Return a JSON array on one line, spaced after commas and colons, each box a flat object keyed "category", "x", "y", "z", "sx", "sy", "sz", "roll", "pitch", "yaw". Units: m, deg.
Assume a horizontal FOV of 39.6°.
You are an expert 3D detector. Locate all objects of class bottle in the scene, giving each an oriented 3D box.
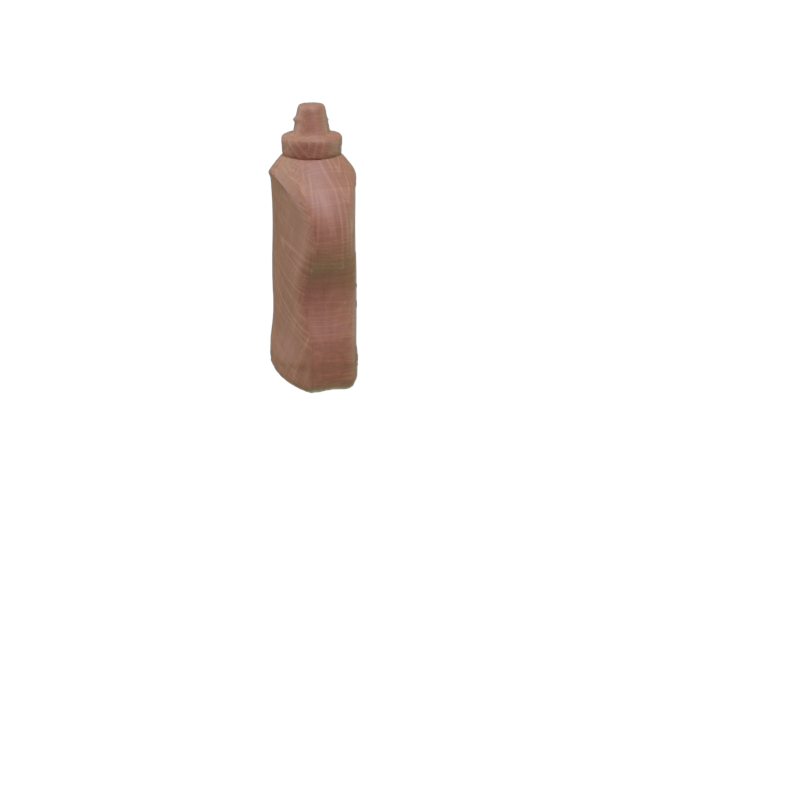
[{"category": "bottle", "x": -0.060, "y": -0.109, "z": 0.765, "sx": 0.057, "sy": 0.184, "sz": 0.102, "roll": -4, "pitch": 20, "yaw": -17}]
